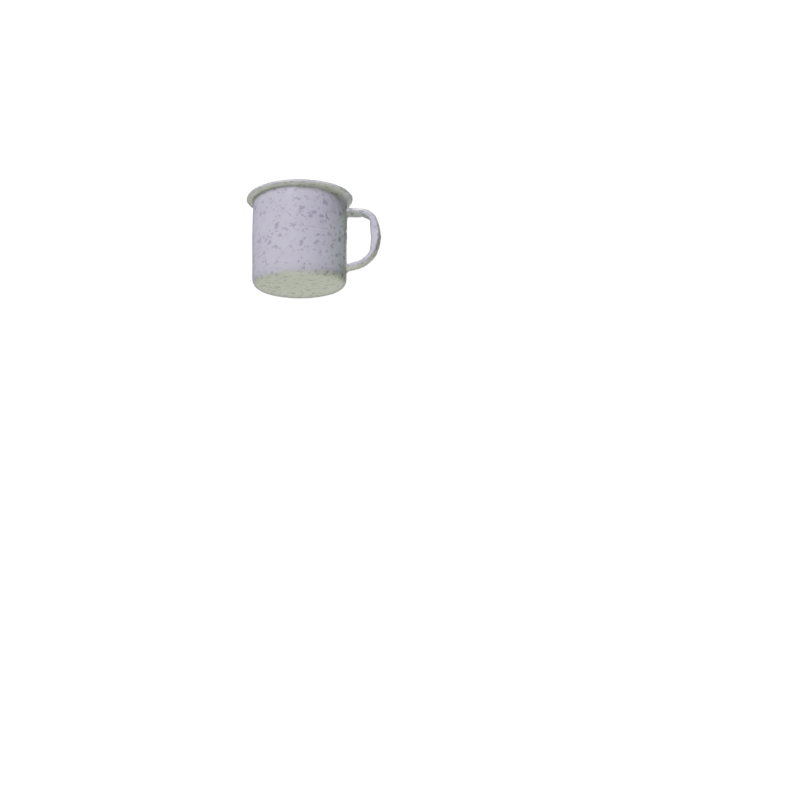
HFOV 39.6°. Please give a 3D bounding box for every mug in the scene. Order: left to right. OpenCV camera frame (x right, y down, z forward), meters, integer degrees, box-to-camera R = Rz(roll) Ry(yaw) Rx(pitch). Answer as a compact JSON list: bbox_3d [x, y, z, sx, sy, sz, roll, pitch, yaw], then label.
[{"bbox_3d":[-0.075,-0.137,0.959,0.118,0.085,0.089,-1,-15,4],"label":"mug"}]
